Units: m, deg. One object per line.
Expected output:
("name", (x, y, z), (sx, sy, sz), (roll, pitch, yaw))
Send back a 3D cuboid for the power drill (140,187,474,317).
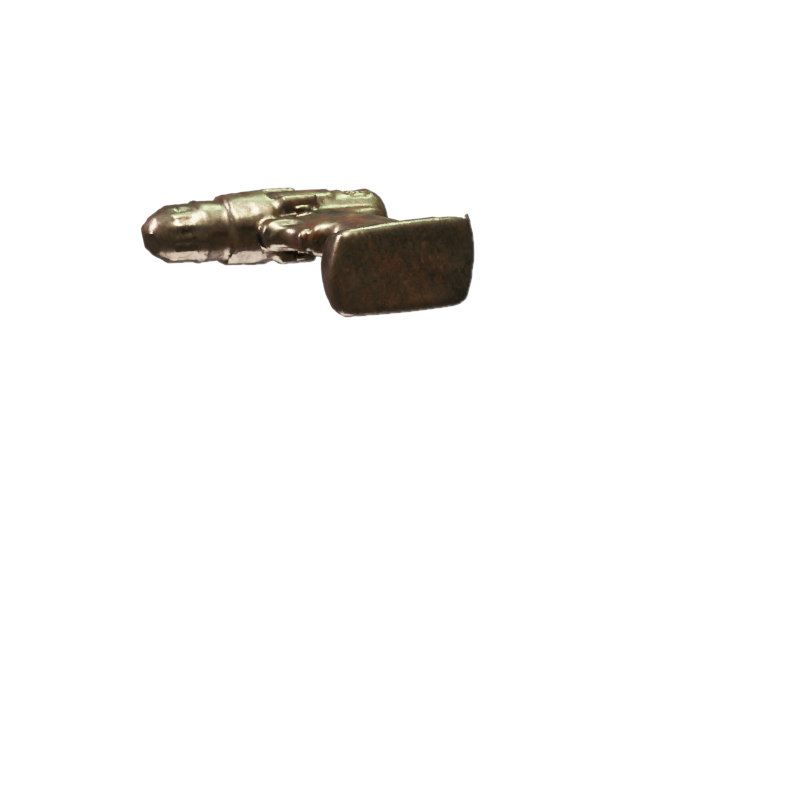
("power drill", (-0.057, -0.104, 0.727), (0.180, 0.055, 0.199), (-11, 23, -28))
